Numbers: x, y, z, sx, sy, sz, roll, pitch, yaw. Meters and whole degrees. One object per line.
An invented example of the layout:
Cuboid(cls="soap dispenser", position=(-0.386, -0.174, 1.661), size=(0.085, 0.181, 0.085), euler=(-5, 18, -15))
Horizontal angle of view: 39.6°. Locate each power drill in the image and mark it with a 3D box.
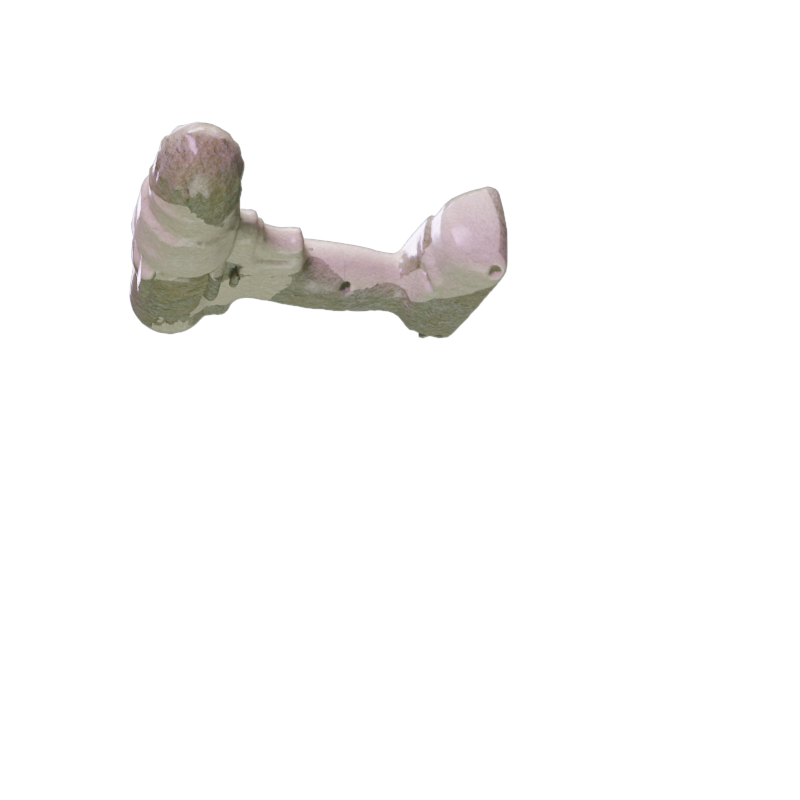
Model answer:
Cuboid(cls="power drill", position=(-0.045, -0.082, 0.574), size=(0.184, 0.060, 0.179), euler=(4, -18, -14))
